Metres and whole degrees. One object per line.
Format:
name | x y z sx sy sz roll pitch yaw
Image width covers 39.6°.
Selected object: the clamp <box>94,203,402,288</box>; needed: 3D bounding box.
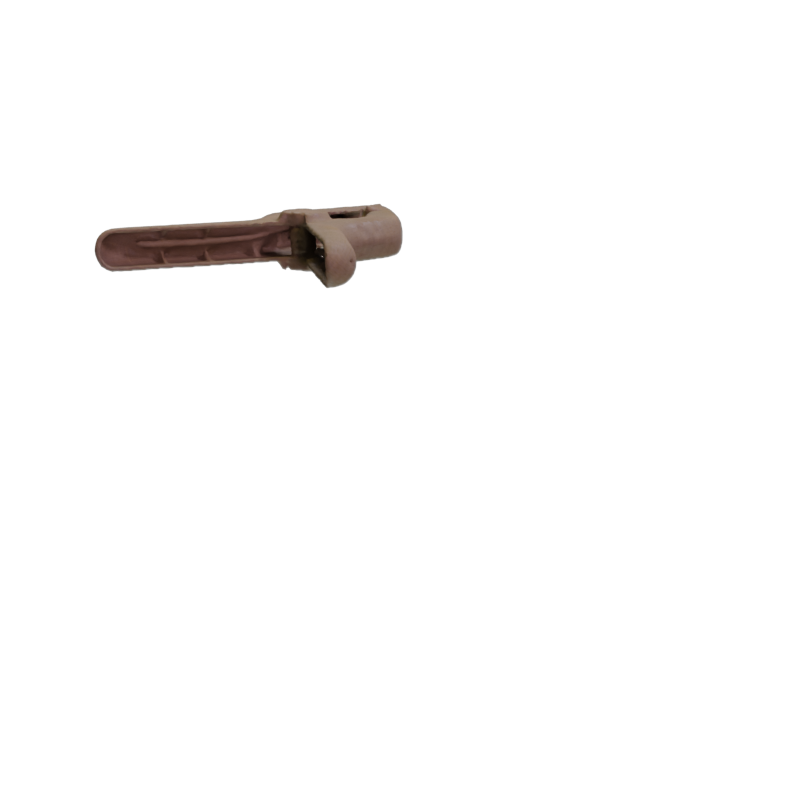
clamp | -0.052 -0.095 0.664 0.172 0.035 0.206 10 18 35
